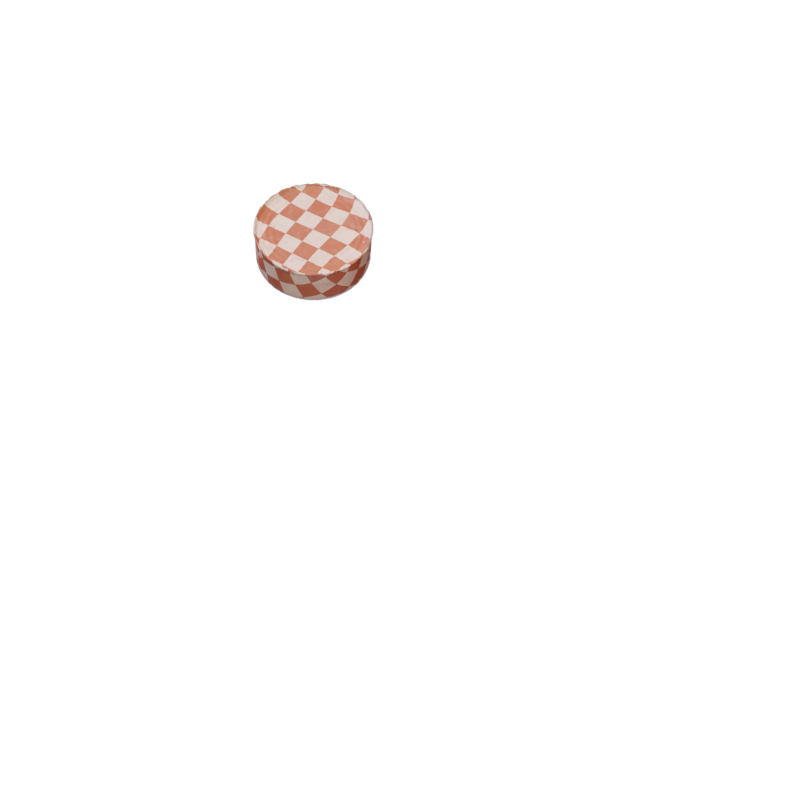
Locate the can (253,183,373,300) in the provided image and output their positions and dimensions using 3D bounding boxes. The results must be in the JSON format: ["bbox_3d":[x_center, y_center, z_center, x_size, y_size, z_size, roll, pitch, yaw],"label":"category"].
[{"bbox_3d":[-0.063,-0.115,0.803,0.086,0.092,0.031,-1,-36,-1],"label":"can"}]
